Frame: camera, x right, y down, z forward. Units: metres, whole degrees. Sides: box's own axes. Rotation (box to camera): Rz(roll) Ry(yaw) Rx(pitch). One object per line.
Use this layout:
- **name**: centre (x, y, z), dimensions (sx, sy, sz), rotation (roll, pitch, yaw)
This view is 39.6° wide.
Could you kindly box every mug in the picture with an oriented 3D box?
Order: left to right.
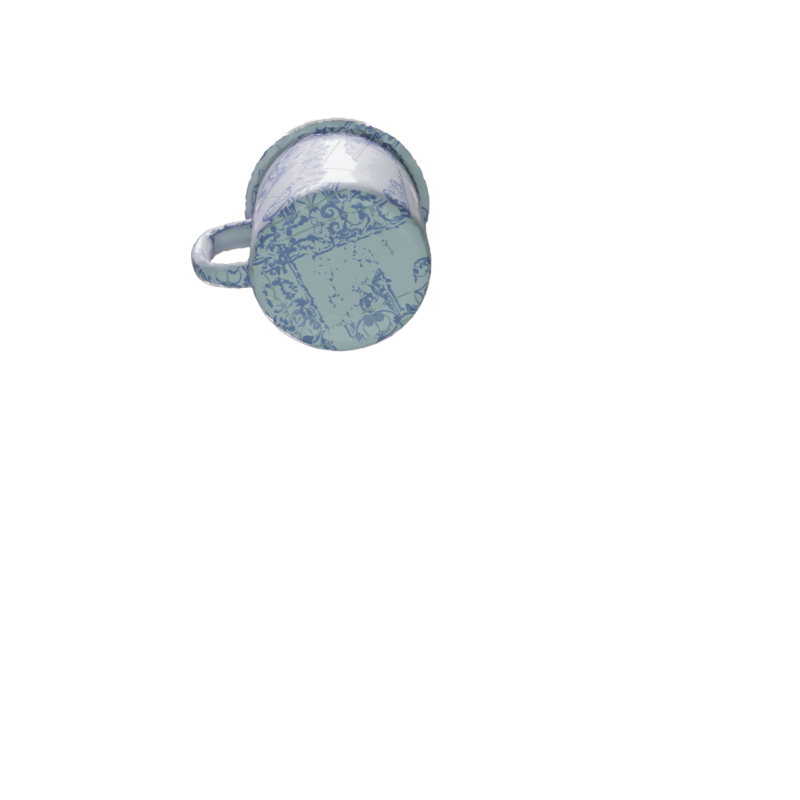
- **mug**: centre (-0.041, -0.075, 0.522), dimensions (0.117, 0.088, 0.086), rotation (-6, 27, 1)
